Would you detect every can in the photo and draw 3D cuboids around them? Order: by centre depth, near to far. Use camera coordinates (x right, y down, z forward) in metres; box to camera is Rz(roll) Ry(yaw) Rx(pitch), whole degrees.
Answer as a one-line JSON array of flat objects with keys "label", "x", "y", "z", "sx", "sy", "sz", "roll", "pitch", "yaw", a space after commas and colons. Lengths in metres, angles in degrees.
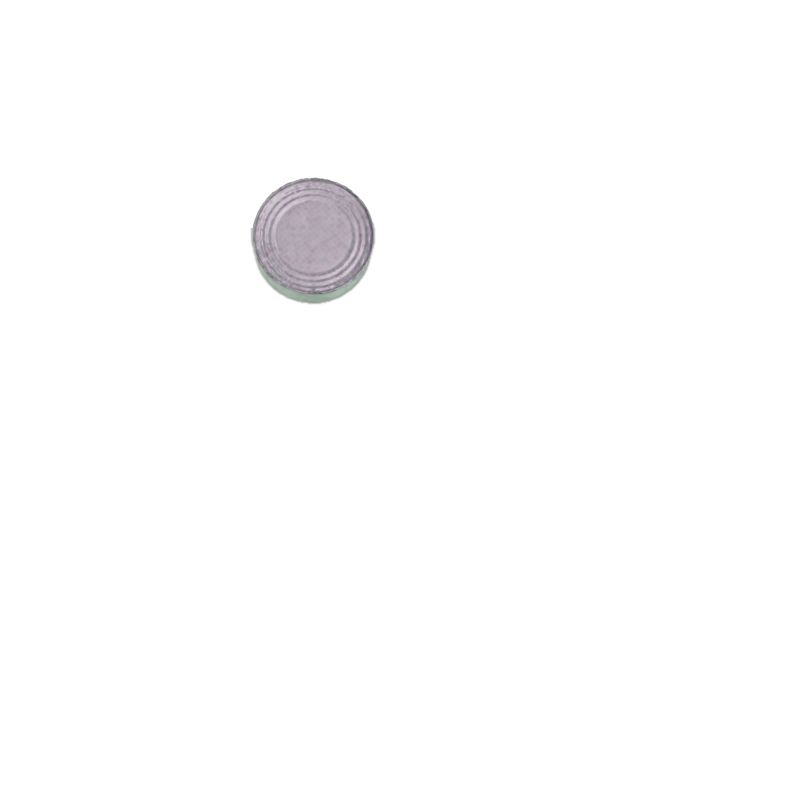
[{"label": "can", "x": -0.062, "y": -0.113, "z": 0.792, "sx": 0.086, "sy": 0.089, "sz": 0.032, "roll": 0, "pitch": -16, "yaw": -1}]
